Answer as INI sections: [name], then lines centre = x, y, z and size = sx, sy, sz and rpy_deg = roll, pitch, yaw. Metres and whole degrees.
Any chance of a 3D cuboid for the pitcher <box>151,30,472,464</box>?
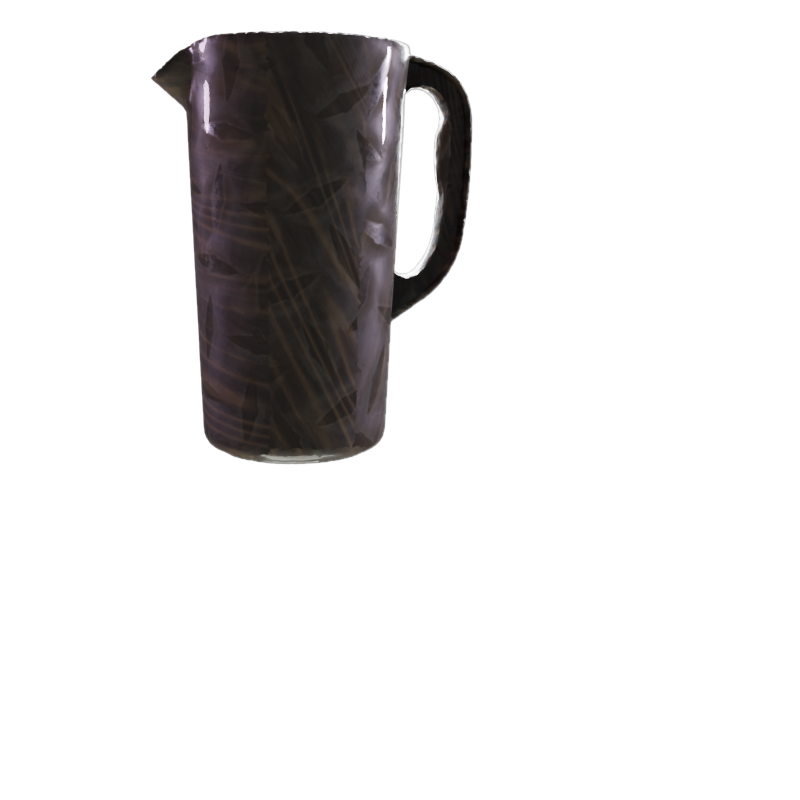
[pitcher]
centre = -0.051, -0.093, 0.655
size = 0.155, 0.240, 0.141
rpy_deg = 4, 7, 30
